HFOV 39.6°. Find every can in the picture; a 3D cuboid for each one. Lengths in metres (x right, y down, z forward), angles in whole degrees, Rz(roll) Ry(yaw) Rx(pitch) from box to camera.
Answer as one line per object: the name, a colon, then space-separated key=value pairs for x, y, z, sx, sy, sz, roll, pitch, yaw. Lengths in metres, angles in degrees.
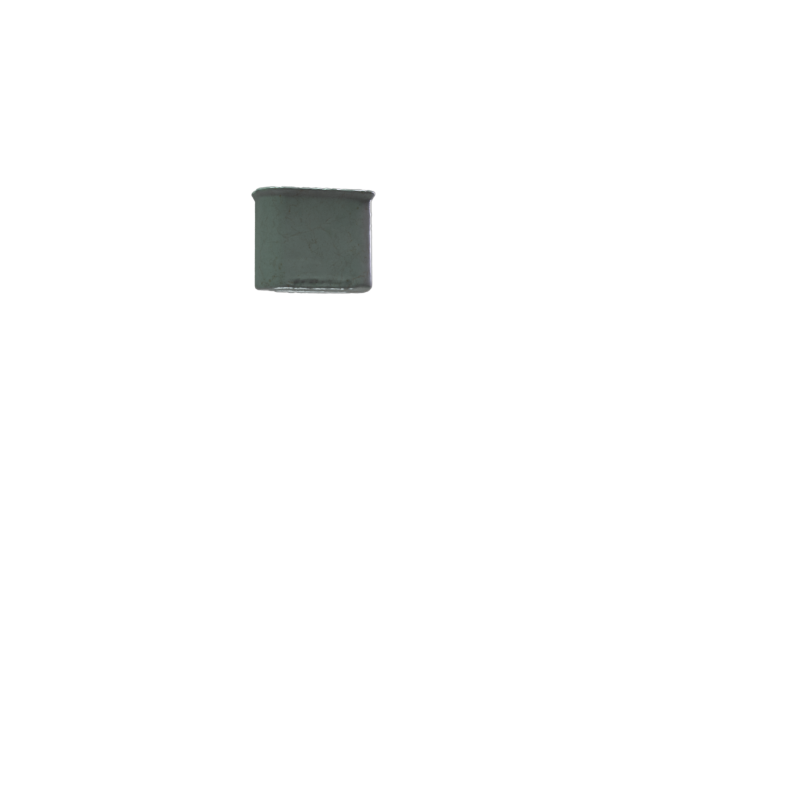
can: x=-0.073 y=-0.133 z=0.928 sx=0.100 sy=0.085 sz=0.058 roll=0 pitch=-4 yaw=-17
